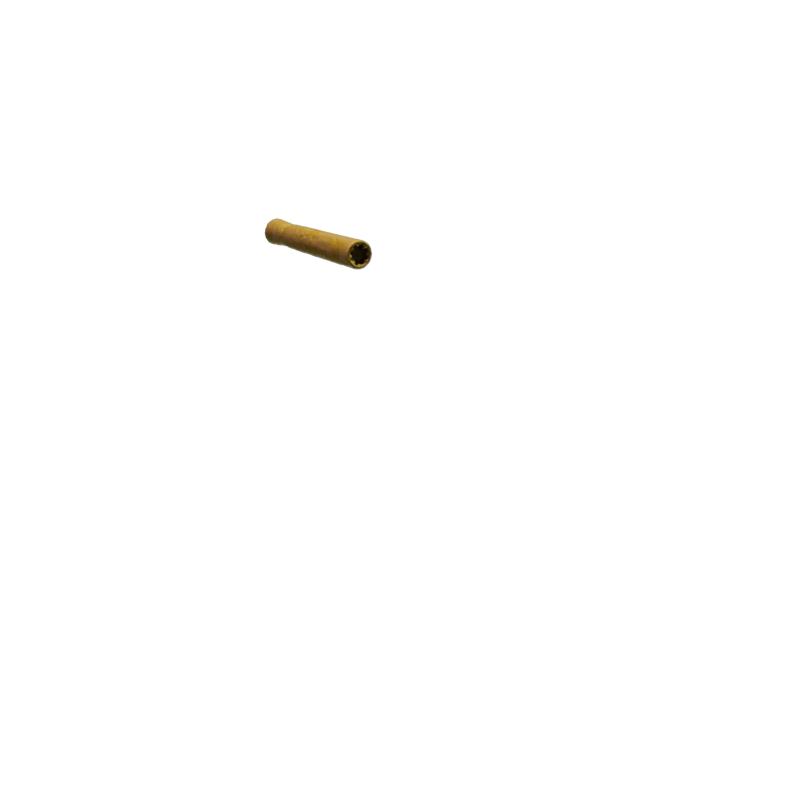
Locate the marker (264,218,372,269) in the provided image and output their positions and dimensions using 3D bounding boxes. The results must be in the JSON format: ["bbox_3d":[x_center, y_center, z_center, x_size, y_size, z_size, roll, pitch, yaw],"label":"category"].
[{"bbox_3d":[-0.058,-0.106,0.740,0.019,0.019,0.128,-3,15,-31],"label":"marker"}]
